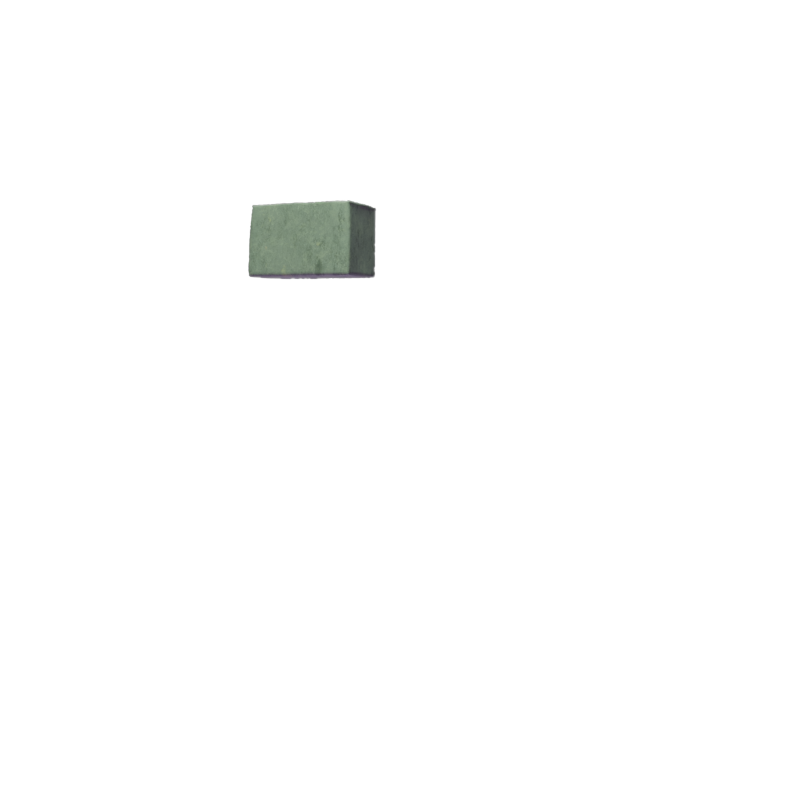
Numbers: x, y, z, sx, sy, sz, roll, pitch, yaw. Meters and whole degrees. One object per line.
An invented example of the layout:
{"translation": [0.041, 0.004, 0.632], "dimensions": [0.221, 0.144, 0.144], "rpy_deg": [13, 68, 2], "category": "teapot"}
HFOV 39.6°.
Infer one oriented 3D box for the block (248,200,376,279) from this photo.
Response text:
{"translation": [-0.062, -0.112, 0.788], "dimensions": [0.080, 0.052, 0.051], "rpy_deg": [1, 0, 23], "category": "block"}
